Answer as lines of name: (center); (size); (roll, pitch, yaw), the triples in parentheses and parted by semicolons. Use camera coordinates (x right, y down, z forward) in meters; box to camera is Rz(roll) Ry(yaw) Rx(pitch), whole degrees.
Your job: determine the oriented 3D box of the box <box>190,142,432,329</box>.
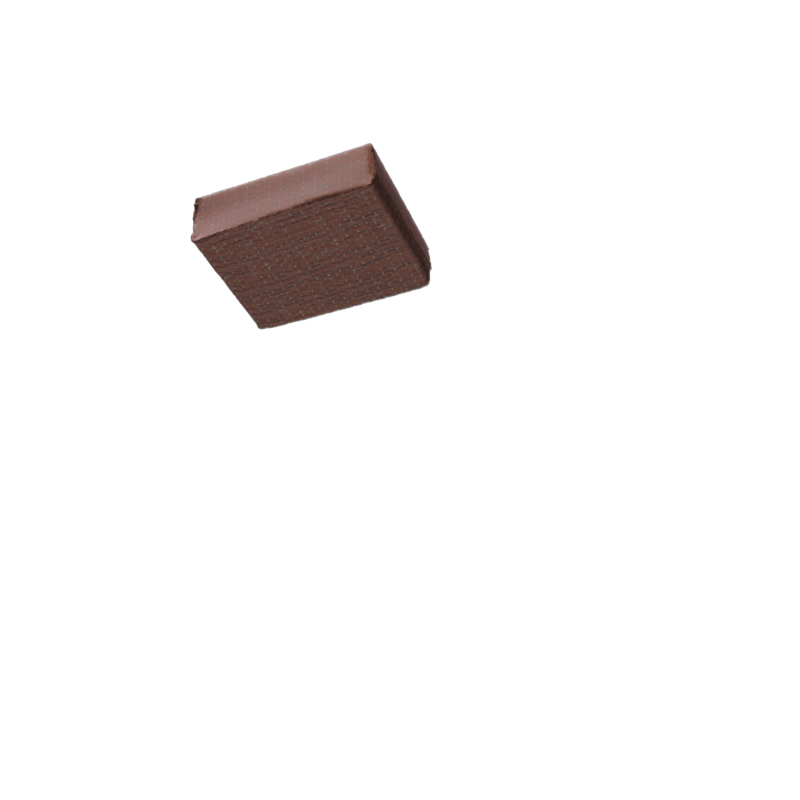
box: (-0.050, -0.091, 0.635); (0.114, 0.042, 0.083); (-15, -43, 17)
